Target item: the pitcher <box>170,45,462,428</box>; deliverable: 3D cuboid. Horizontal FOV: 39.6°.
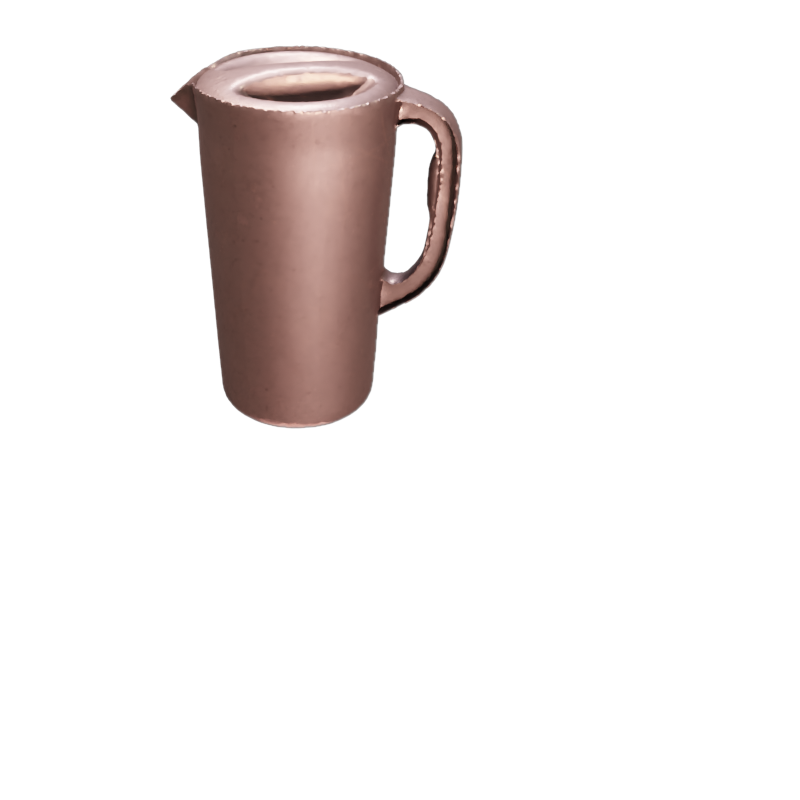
[{"bbox_3d":[-0.058,-0.106,0.741,0.143,0.229,0.160,-18,35,-31],"label":"pitcher"}]
